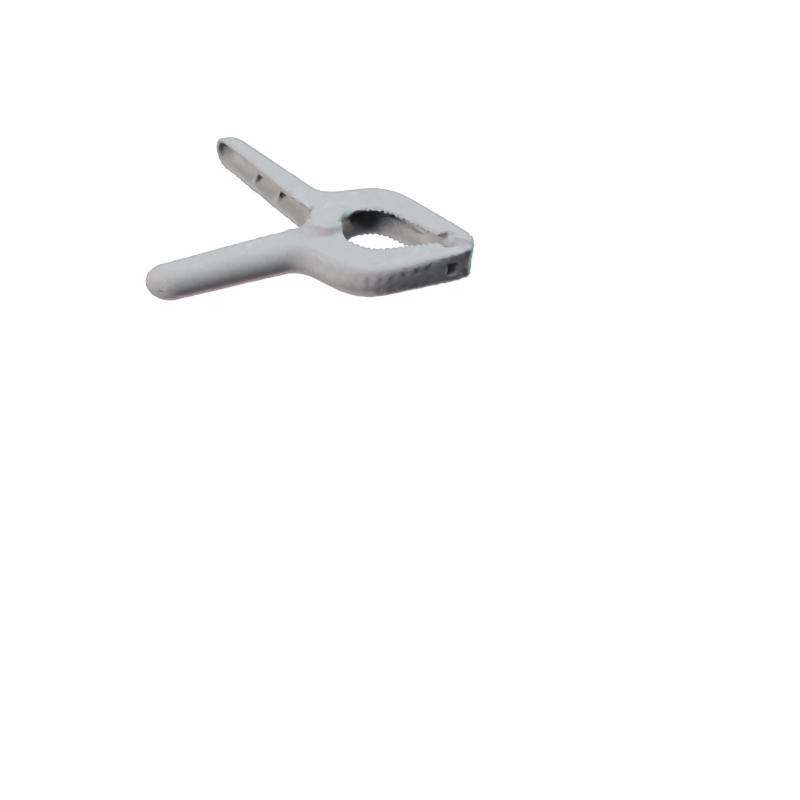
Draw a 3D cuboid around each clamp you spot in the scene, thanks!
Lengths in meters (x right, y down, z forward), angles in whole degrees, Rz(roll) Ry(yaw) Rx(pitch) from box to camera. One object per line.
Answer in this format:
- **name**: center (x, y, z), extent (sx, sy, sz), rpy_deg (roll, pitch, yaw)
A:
- **clamp**: center (-0.059, -0.107, 0.750), extent (0.216, 0.034, 0.172), rpy_deg (14, 48, 13)
